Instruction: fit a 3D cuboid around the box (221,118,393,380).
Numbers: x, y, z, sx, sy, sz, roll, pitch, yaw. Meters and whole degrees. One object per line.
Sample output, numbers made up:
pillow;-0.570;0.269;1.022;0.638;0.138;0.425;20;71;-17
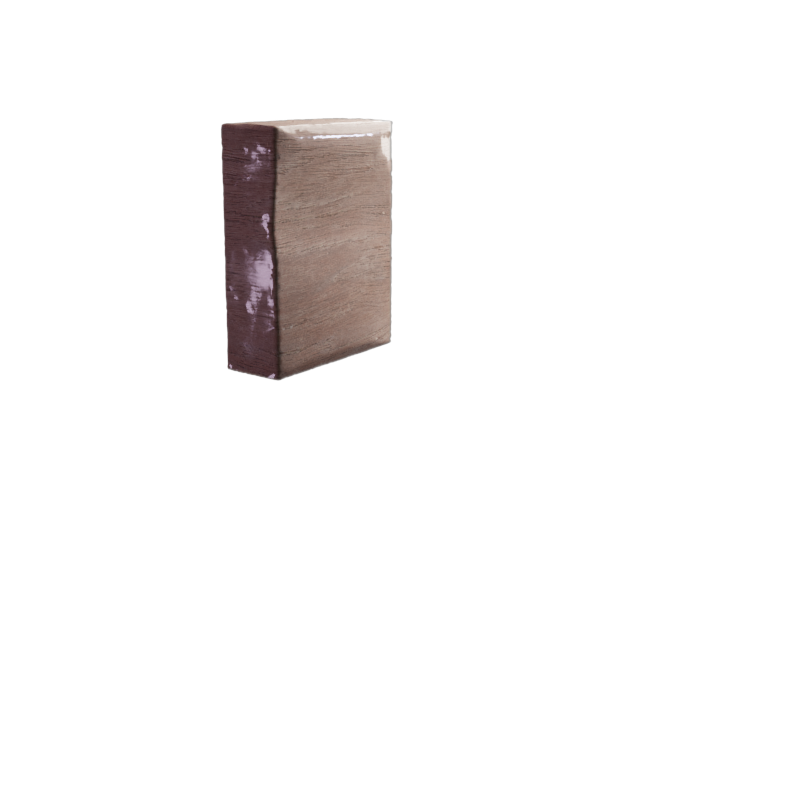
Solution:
box;-0.077;-0.140;0.984;0.075;0.209;0.161;8;14;37
